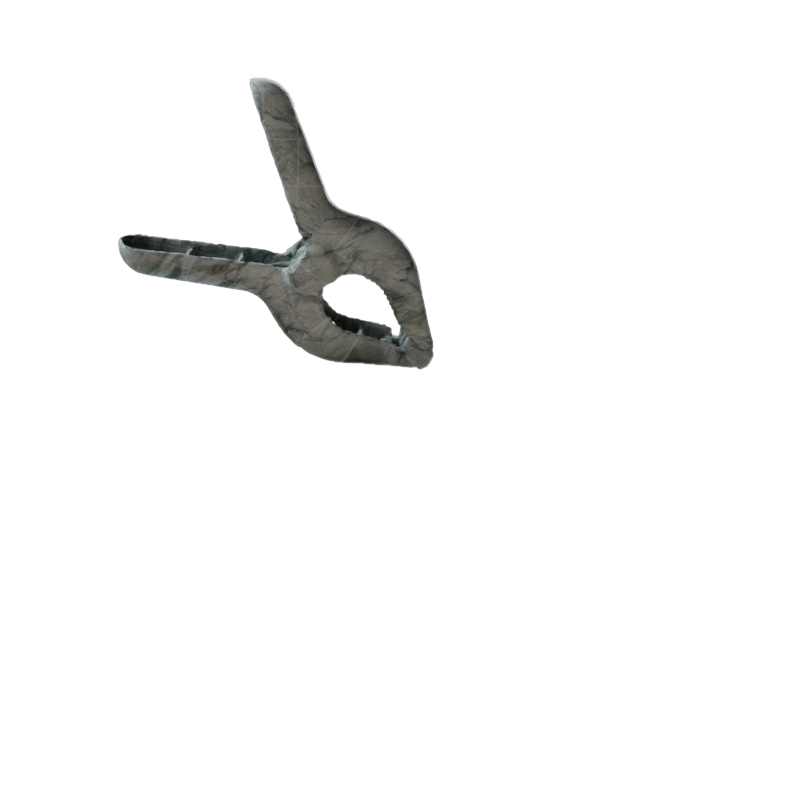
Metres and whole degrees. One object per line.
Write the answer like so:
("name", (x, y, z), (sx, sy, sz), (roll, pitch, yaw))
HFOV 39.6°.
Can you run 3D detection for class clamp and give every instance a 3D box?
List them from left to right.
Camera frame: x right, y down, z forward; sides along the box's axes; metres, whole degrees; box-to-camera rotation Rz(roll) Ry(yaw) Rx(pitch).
("clamp", (-0.045, -0.081, 0.570), (0.166, 0.117, 0.042), (29, 24, -15))
